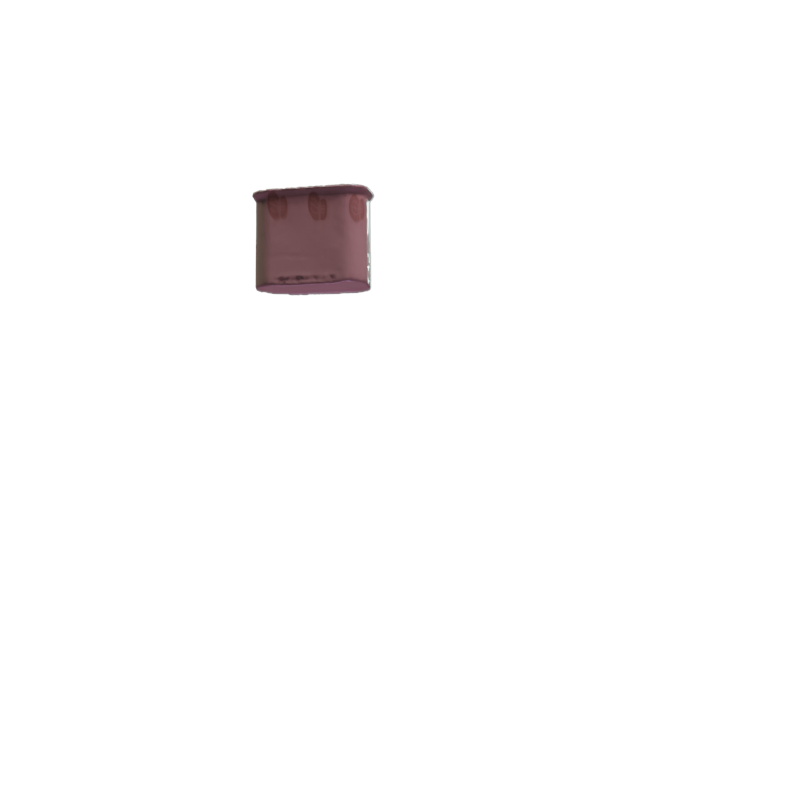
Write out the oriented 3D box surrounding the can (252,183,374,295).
[{"bbox_3d":[-0.074,-0.135,0.942,0.103,0.086,0.055,-2,-9,13],"label":"can"}]
